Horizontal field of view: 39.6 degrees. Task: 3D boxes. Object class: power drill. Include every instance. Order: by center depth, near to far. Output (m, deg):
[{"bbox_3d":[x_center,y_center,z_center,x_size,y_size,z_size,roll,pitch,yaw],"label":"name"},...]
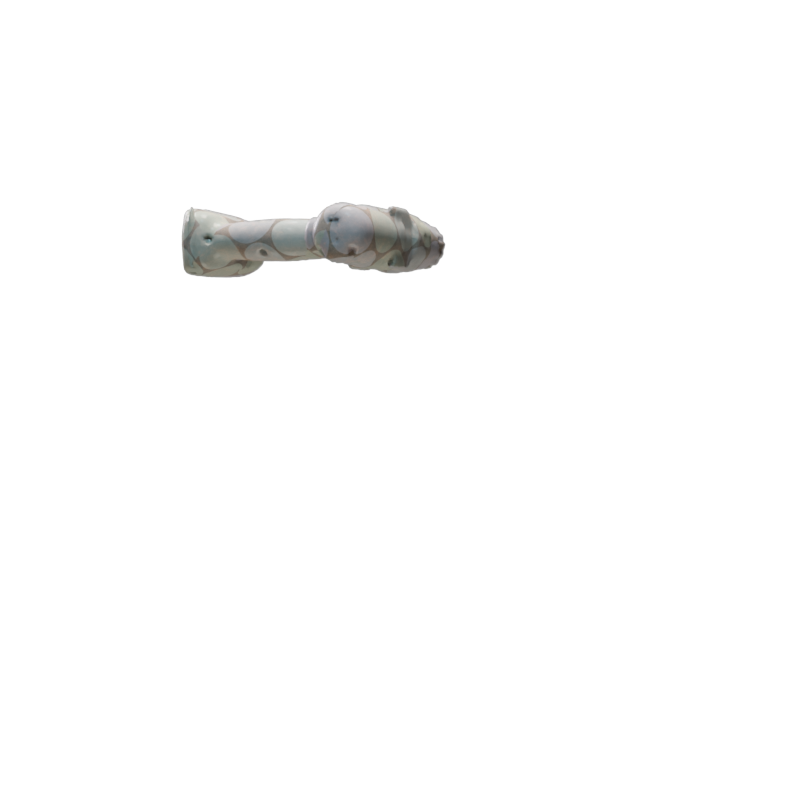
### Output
[{"bbox_3d":[-0.073,-0.132,0.927,0.193,0.058,0.178,0,1,27],"label":"power drill"}]
